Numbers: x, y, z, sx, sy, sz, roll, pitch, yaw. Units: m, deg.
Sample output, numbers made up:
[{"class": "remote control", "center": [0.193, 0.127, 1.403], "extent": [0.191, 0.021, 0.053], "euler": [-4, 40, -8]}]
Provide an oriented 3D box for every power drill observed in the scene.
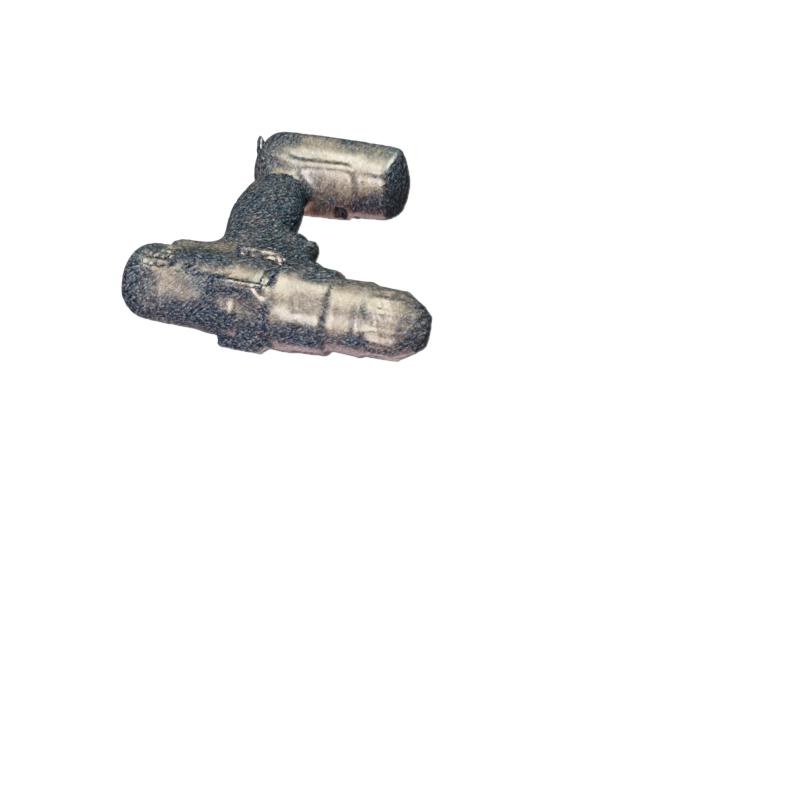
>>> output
[{"class": "power drill", "center": [-0.054, -0.098, 0.685], "extent": [0.189, 0.054, 0.195], "euler": [11, 38, 14]}]
